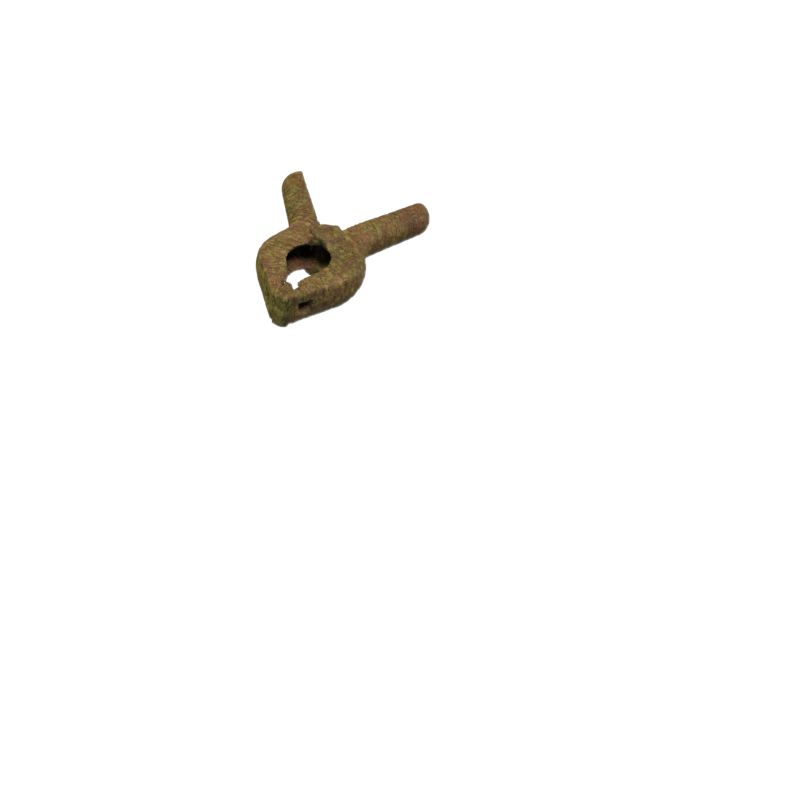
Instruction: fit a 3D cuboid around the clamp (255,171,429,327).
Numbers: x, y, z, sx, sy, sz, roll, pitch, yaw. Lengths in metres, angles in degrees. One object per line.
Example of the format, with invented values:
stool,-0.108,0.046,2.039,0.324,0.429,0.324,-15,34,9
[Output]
clamp,-0.064,-0.118,0.824,0.125,0.037,0.175,17,39,22
